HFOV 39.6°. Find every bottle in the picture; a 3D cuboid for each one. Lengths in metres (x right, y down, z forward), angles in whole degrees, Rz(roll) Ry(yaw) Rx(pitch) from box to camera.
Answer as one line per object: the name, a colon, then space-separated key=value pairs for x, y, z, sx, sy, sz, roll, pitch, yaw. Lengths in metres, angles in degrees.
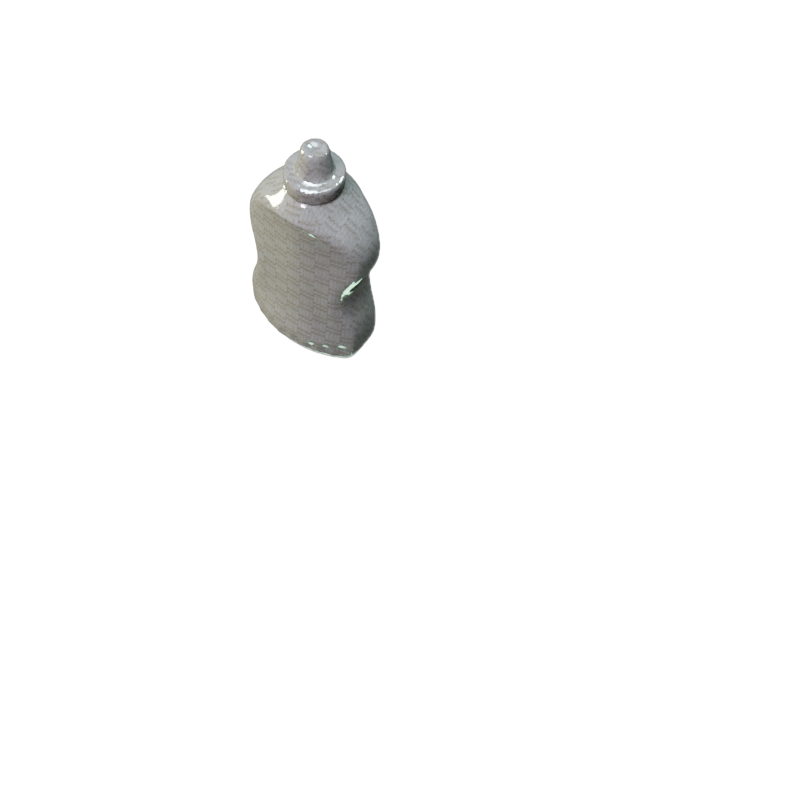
bottle: x=-0.060 y=-0.110 z=0.770 sx=0.101 sy=0.059 sz=0.179 roll=35 pitch=-28 yaw=18
